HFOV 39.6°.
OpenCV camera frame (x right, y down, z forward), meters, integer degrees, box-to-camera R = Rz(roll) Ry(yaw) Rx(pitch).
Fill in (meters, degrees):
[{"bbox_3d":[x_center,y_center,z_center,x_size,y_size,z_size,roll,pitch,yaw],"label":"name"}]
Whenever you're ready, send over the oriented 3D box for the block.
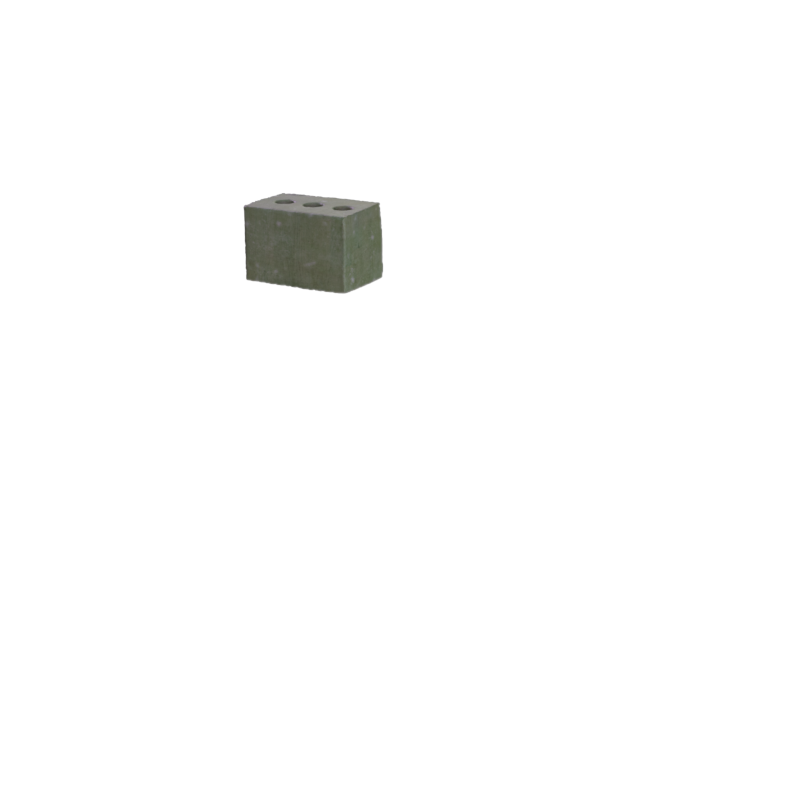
[{"bbox_3d":[-0.057,-0.104,0.727,0.081,0.049,0.052,10,19,26],"label":"block"}]
